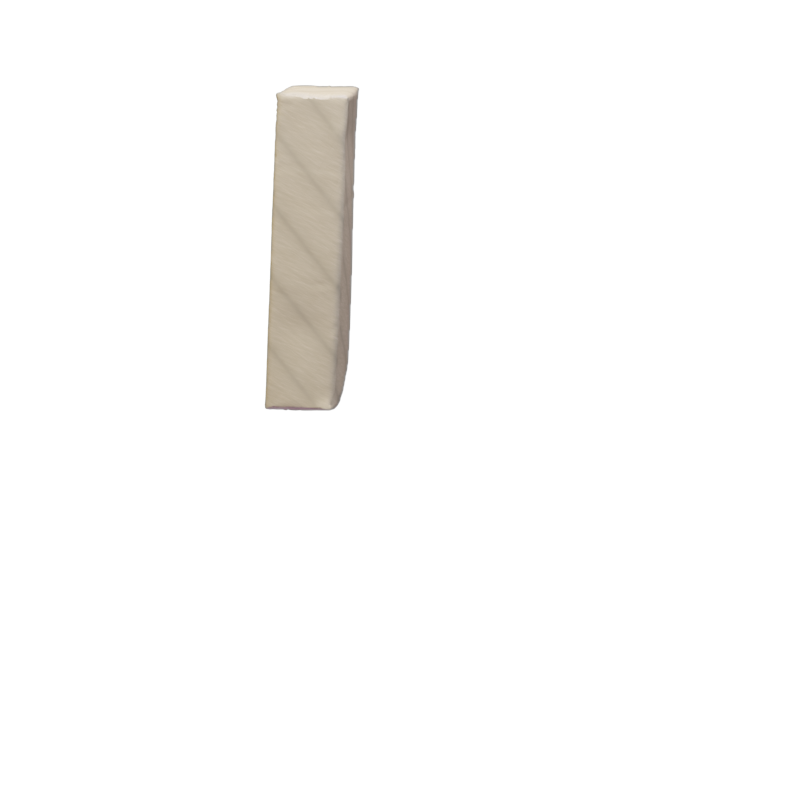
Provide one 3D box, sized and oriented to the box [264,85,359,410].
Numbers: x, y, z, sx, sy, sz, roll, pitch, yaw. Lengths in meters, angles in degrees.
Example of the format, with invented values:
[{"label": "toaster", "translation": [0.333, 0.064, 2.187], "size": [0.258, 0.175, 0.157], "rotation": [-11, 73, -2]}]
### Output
[{"label": "box", "translation": [-0.050, -0.091, 0.638], "size": [0.048, 0.172, 0.095], "rotation": [1, 12, 2]}]
